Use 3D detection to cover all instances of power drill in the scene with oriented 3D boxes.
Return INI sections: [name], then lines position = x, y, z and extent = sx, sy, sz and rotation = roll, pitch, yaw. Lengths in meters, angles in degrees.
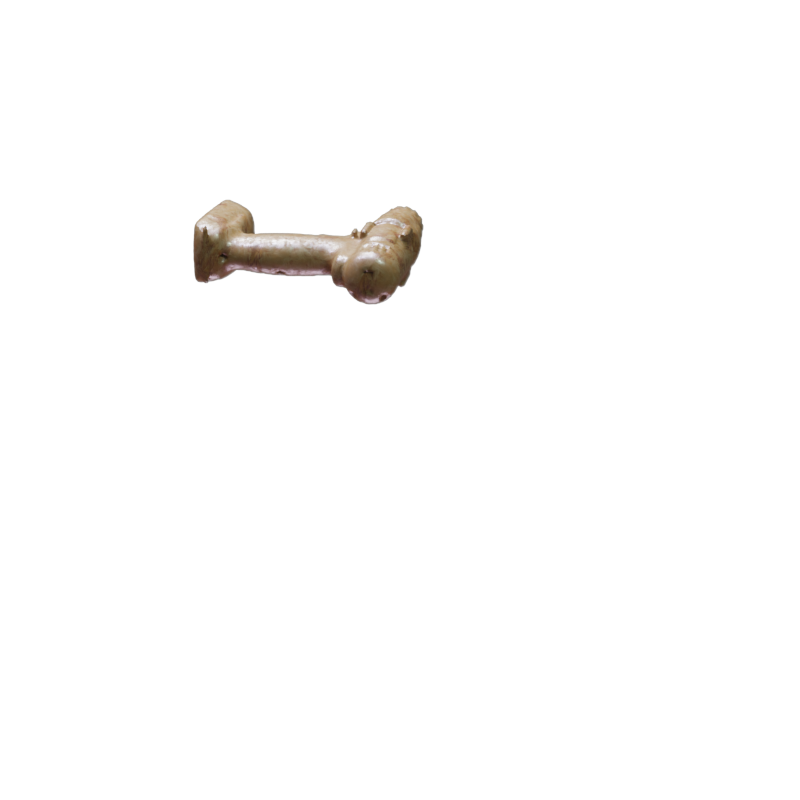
[power drill]
position = -0.077, -0.140, 0.981
extent = 0.191, 0.055, 0.189
rotation = 4, 22, 11
